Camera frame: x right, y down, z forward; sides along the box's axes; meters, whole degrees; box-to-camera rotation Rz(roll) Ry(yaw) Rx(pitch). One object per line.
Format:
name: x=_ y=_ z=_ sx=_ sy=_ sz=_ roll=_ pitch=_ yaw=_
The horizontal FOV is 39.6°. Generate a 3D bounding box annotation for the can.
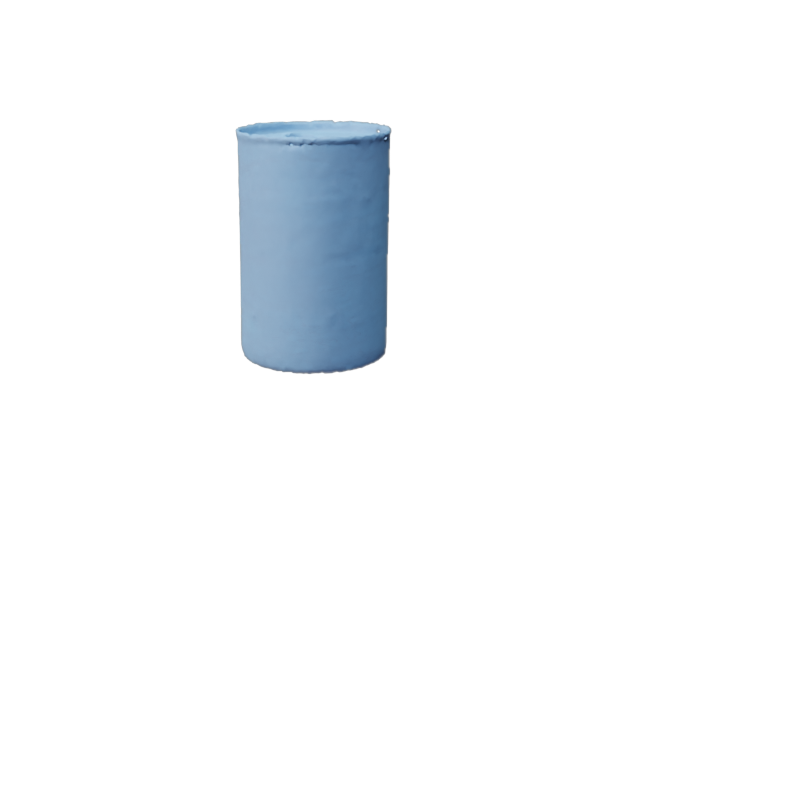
can: x=-0.039 y=-0.070 z=0.493 sx=0.068 sy=0.099 sz=0.071 roll=0 pitch=15 yaw=-2
